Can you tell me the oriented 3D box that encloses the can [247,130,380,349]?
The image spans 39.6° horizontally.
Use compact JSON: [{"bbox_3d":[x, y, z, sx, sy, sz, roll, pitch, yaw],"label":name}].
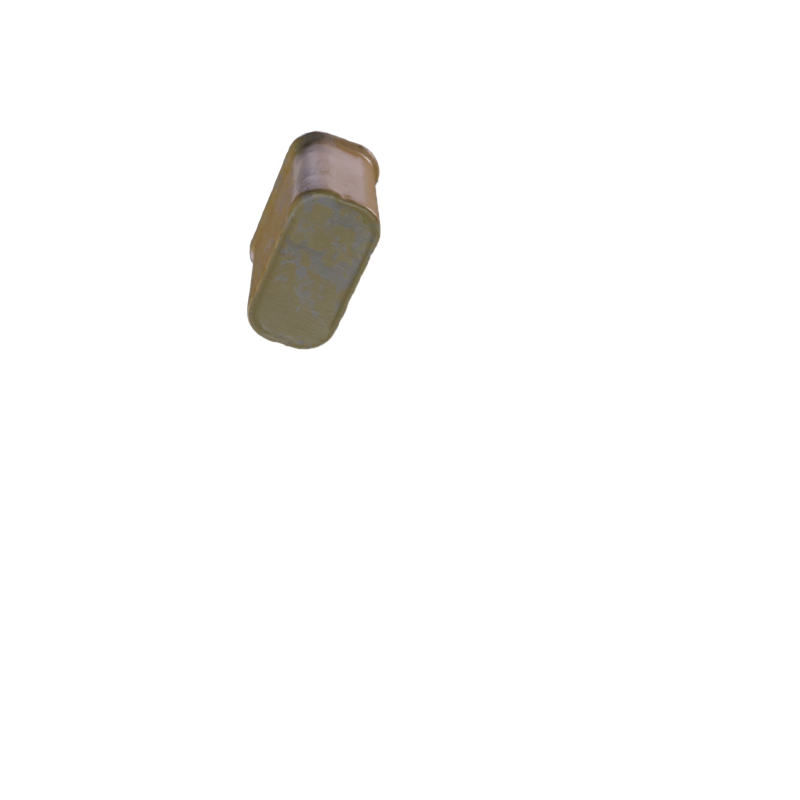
[{"bbox_3d":[-0.050,-0.091,0.635,0.056,0.098,0.089,19,27,-14],"label":"can"}]
